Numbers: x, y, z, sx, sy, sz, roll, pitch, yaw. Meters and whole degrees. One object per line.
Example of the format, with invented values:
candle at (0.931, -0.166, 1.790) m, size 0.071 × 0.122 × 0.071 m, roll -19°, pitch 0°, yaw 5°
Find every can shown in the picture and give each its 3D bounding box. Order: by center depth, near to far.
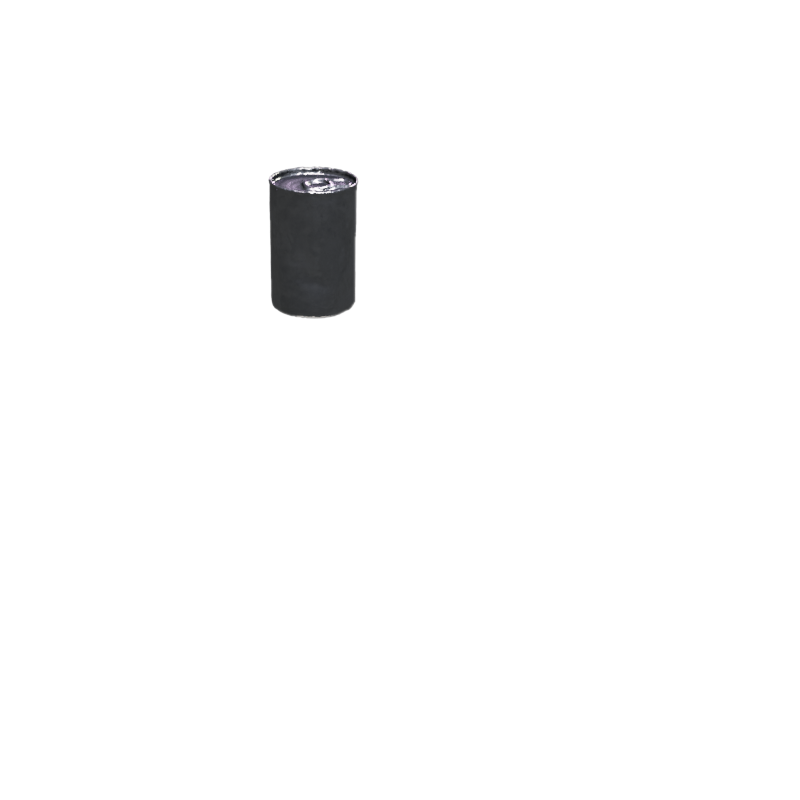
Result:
can at (-0.067, -0.122, 0.856) m, size 0.068 × 0.097 × 0.072 m, roll 0°, pitch 23°, yaw -2°
